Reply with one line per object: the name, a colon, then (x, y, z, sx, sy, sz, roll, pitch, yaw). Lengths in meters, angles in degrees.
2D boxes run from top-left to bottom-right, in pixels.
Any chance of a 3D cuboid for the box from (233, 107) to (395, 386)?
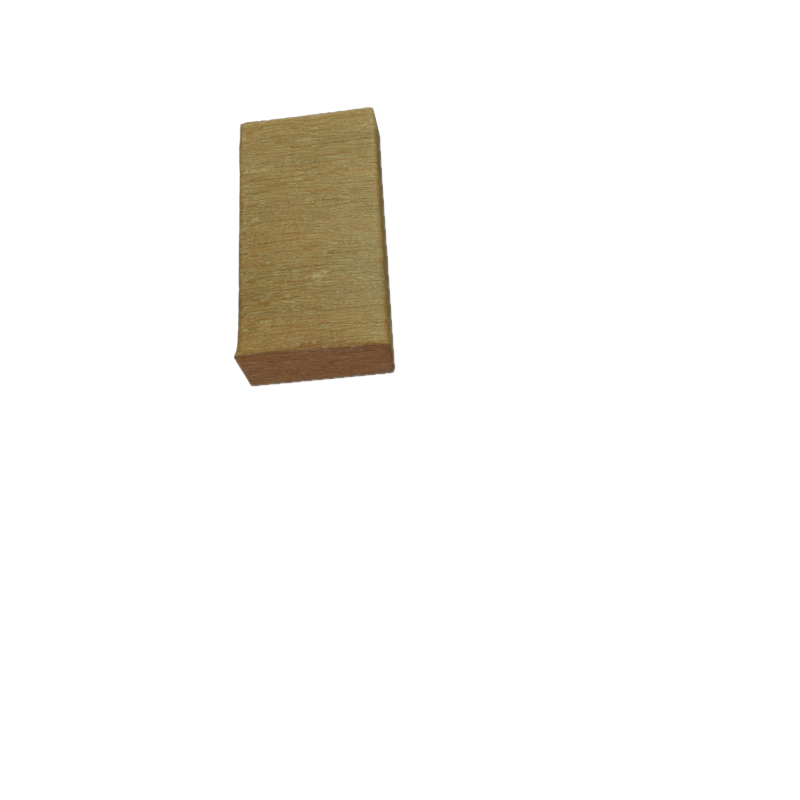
box: (-0.055, -0.100, 0.703, 0.094, 0.188, 0.045, -6, -32, 7)
